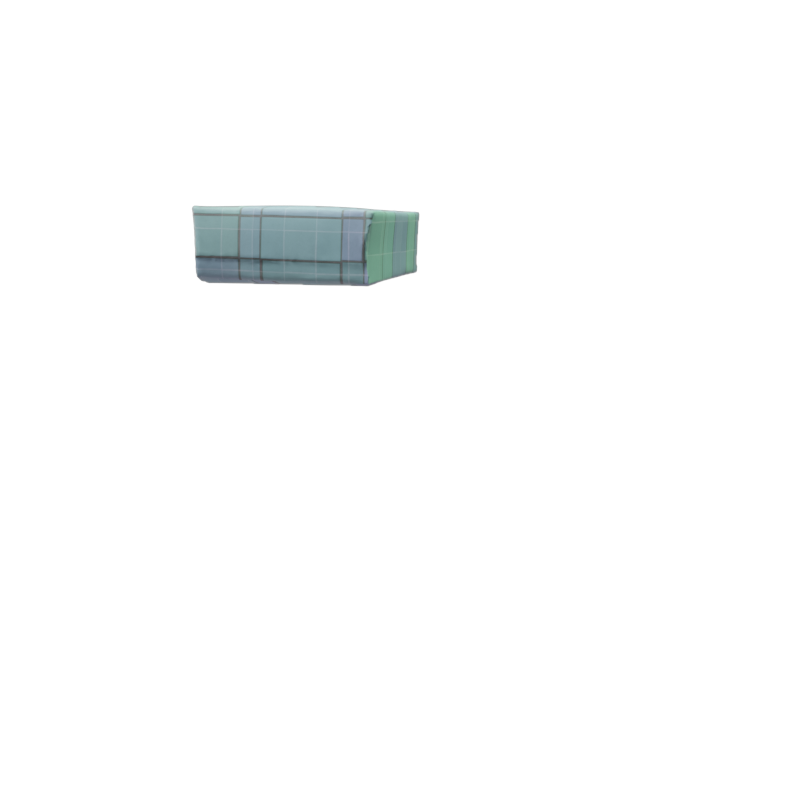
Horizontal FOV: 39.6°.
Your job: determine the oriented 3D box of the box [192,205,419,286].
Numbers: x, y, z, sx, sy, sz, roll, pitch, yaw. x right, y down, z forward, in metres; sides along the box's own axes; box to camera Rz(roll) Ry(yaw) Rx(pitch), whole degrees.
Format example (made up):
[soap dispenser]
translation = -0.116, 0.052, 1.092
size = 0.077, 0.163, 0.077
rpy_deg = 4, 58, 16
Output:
[box]
translation = -0.044, -0.081, 0.566
size = 0.092, 0.038, 0.113
rpy_deg = 3, 11, 13
